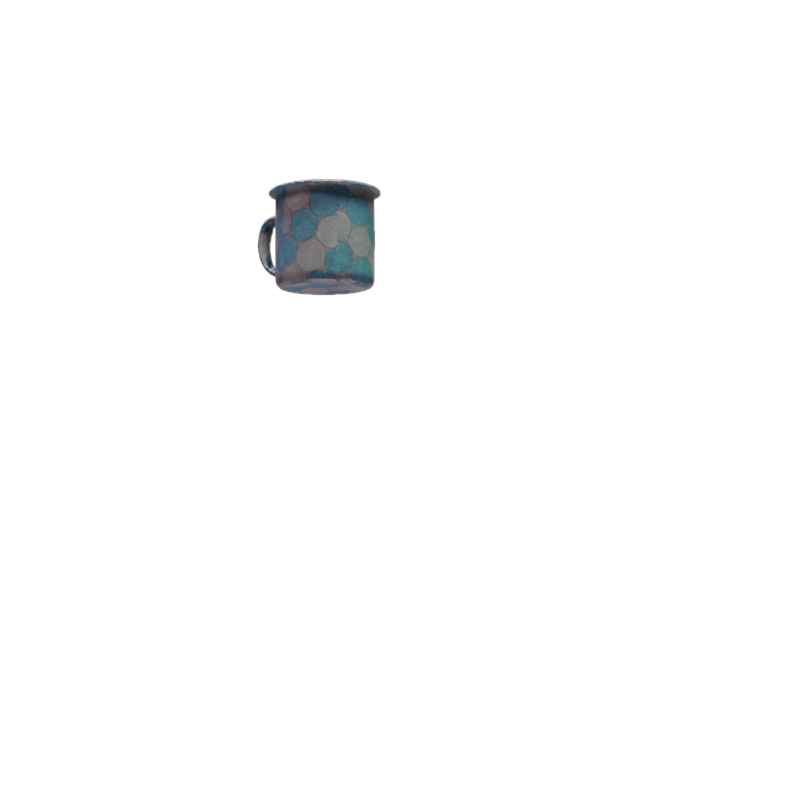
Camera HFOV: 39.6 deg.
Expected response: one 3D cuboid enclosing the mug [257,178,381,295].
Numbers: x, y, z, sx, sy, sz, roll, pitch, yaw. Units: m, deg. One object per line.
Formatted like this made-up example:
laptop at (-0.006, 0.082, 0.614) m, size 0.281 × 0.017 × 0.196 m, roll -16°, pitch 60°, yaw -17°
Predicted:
mug at (-0.072, -0.131, 0.919) m, size 0.121 × 0.083 × 0.089 m, roll -4°, pitch -7°, yaw 34°
